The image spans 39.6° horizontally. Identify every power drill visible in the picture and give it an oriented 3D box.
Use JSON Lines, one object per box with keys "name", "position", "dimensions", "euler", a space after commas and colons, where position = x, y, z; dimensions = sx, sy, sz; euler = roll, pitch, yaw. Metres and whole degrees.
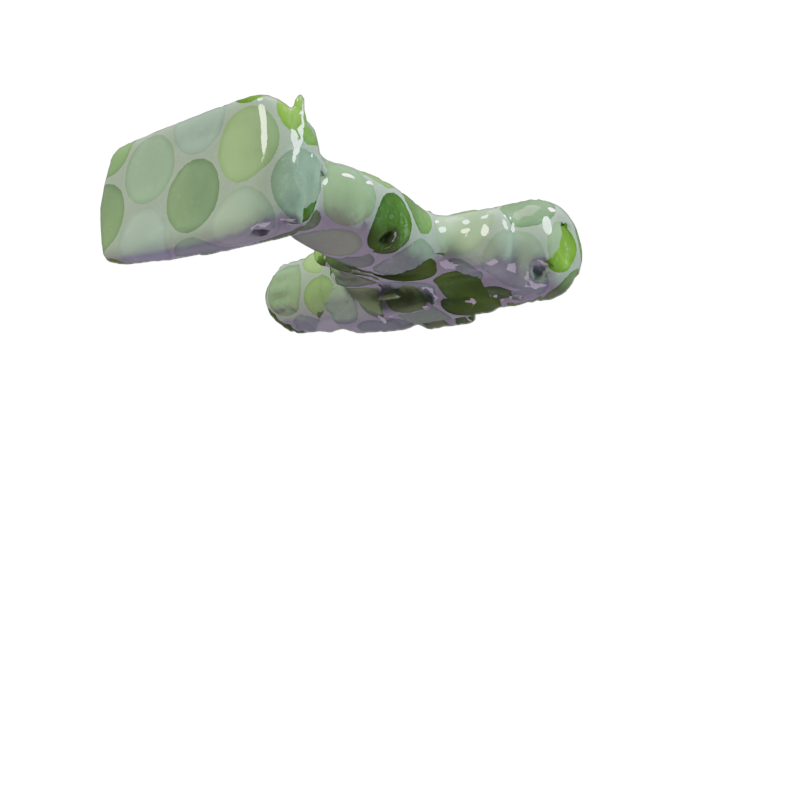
{"name": "power drill", "position": [-0.039, -0.072, 0.504], "dimensions": [0.189, 0.059, 0.177], "euler": [-9, -13, 40]}
